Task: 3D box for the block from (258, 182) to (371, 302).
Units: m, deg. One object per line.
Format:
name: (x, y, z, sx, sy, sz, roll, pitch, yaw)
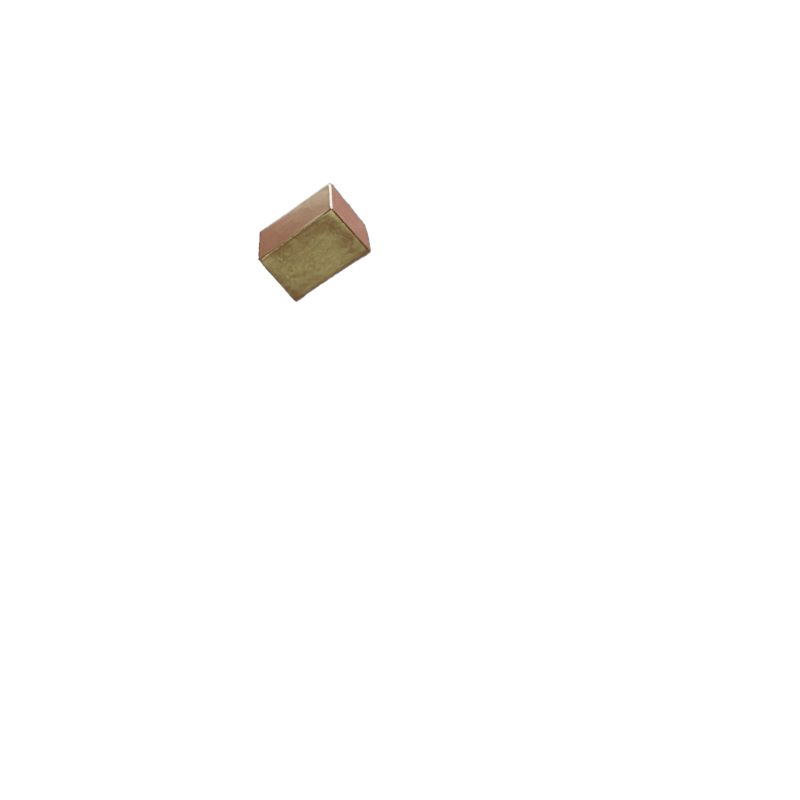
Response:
block: (-0.071, -0.130, 0.908, 0.078, 0.050, 0.055, -32, 28, 16)
